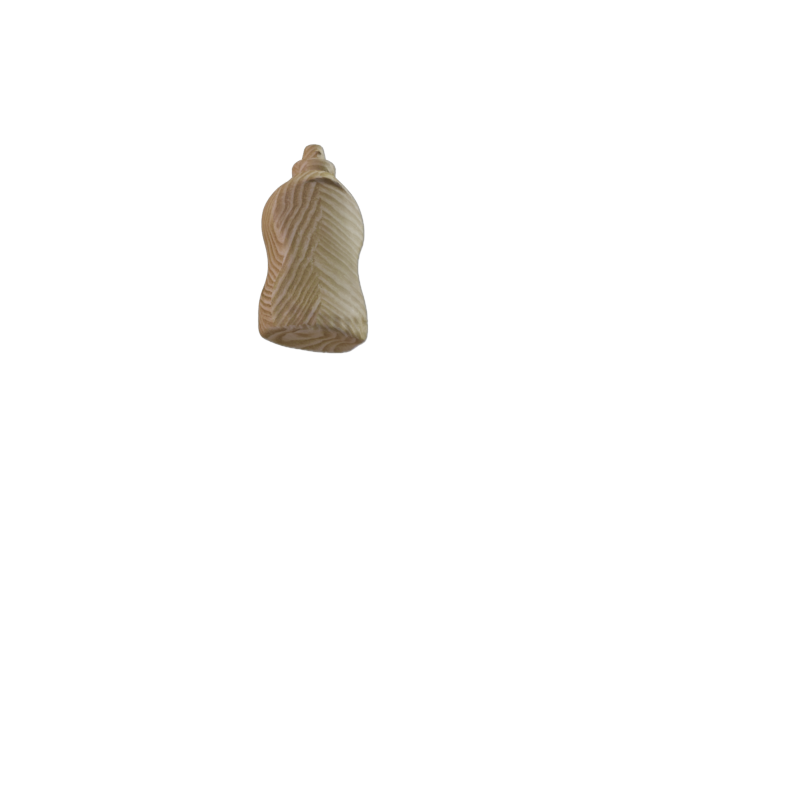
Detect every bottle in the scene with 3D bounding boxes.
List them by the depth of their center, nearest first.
[{"bbox_3d":[-0.078,-0.142,0.997,0.092,0.202,0.057,9,-25,-24],"label":"bottle"}]
